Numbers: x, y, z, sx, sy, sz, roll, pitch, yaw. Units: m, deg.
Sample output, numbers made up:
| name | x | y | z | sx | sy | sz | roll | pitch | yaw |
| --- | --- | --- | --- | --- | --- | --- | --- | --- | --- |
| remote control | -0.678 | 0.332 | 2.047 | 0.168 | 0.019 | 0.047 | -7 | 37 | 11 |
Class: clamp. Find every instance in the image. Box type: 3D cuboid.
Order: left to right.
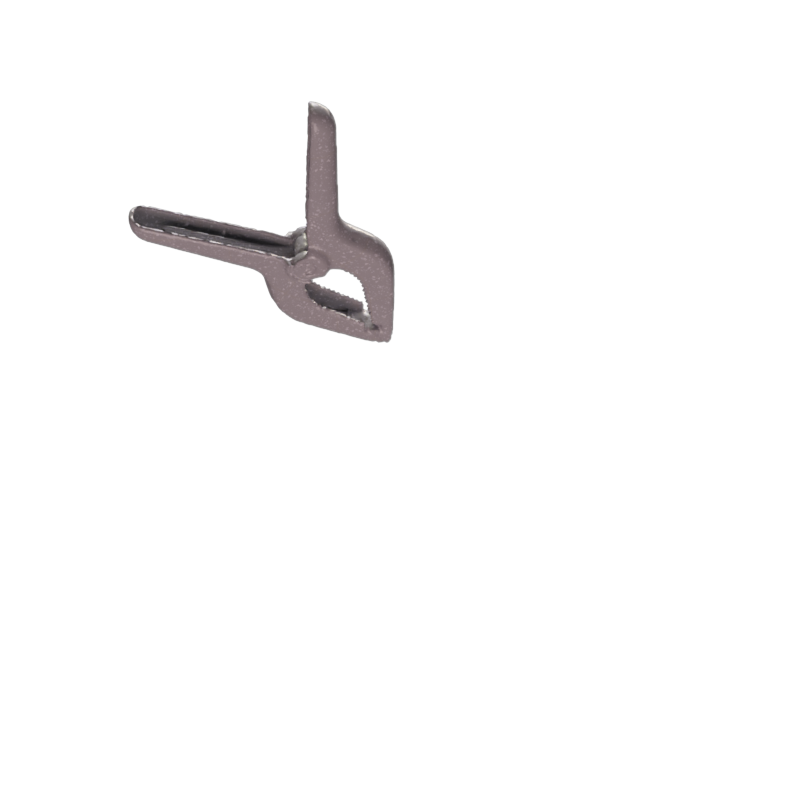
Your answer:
| name | x | y | z | sx | sy | sz | roll | pitch | yaw |
| --- | --- | --- | --- | --- | --- | --- | --- | --- | --- |
| clamp | -0.061 | -0.111 | 0.776 | 0.164 | 0.039 | 0.196 | -31 | -51 | 29 |
